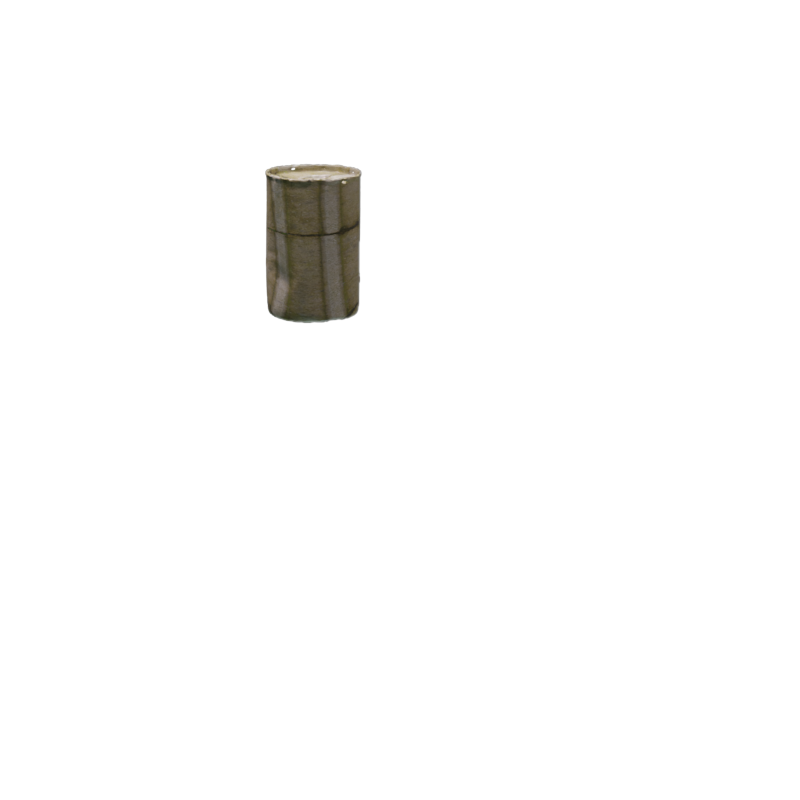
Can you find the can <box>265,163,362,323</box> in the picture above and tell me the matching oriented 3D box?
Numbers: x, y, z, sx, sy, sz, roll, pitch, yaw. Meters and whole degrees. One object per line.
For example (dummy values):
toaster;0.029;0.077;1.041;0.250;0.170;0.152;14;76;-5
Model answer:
can;-0.062;-0.112;0.787;0.068;0.099;0.071;0;15;-2
